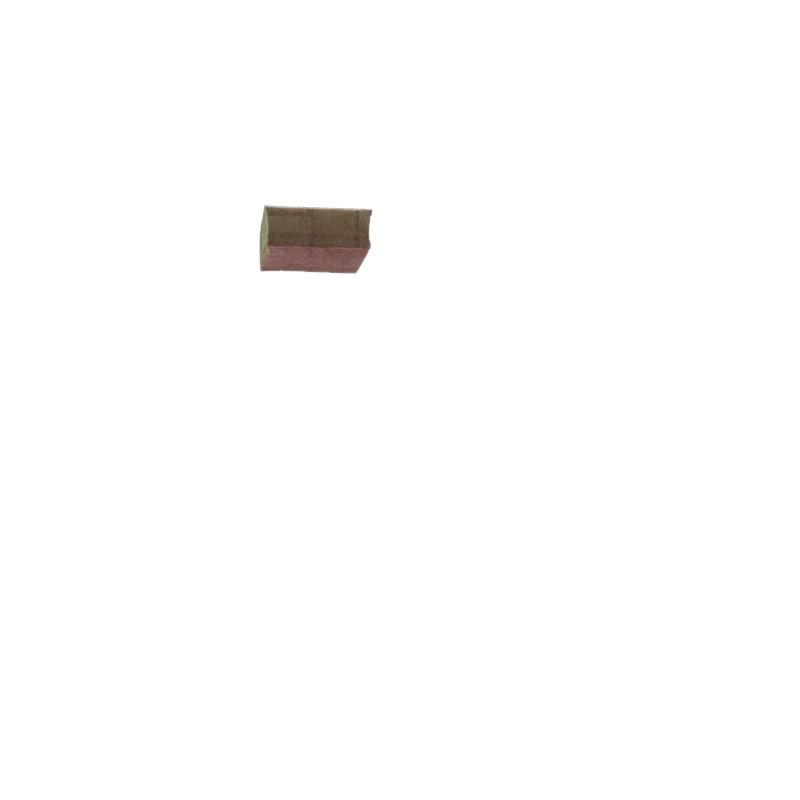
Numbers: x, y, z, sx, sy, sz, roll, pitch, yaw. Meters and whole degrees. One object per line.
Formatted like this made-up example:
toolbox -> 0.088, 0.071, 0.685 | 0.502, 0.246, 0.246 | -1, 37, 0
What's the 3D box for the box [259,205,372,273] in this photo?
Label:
box -> -0.075, -0.136, 0.954 | 0.089, 0.040, 0.112 | 0, -4, -7
